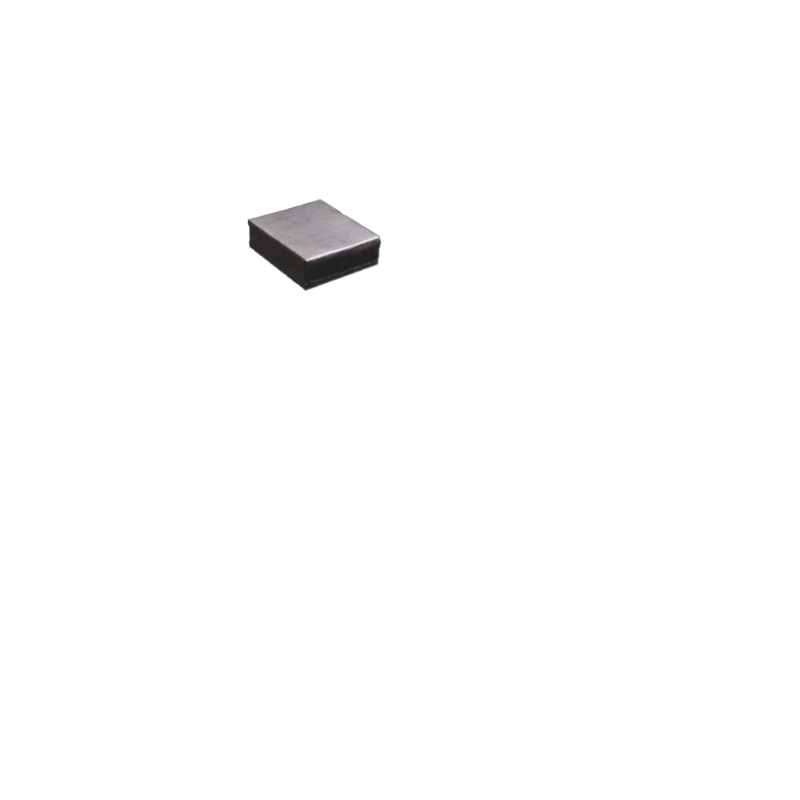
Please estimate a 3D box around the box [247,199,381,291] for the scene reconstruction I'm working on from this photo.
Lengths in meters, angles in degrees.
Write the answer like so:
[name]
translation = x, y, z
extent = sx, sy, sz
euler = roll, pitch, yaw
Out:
[box]
translation = -0.070, -0.129, 0.901
extent = 0.072, 0.028, 0.096
euler = -21, 39, -29
